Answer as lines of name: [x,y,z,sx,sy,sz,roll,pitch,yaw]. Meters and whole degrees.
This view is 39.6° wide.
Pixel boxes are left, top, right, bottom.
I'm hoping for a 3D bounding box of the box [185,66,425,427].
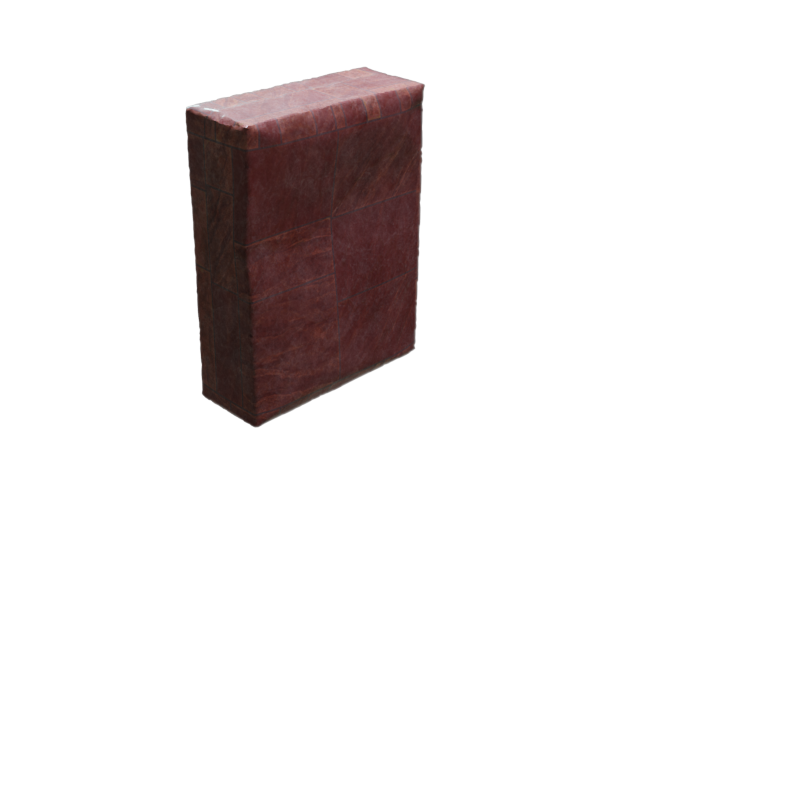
box: [-0.061,-0.111,0.775,0.076,0.203,0.162,24,34,39]
